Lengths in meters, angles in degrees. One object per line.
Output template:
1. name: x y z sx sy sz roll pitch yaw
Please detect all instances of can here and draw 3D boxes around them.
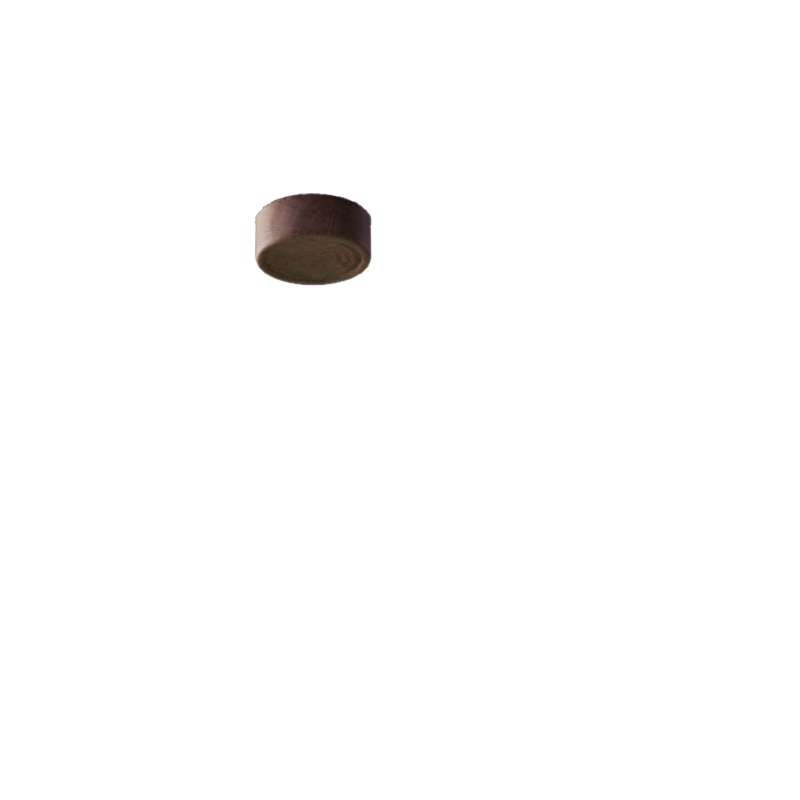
1. can: -0.063 -0.115 0.807 0.086 0.035 0.082 0 -21 -2
